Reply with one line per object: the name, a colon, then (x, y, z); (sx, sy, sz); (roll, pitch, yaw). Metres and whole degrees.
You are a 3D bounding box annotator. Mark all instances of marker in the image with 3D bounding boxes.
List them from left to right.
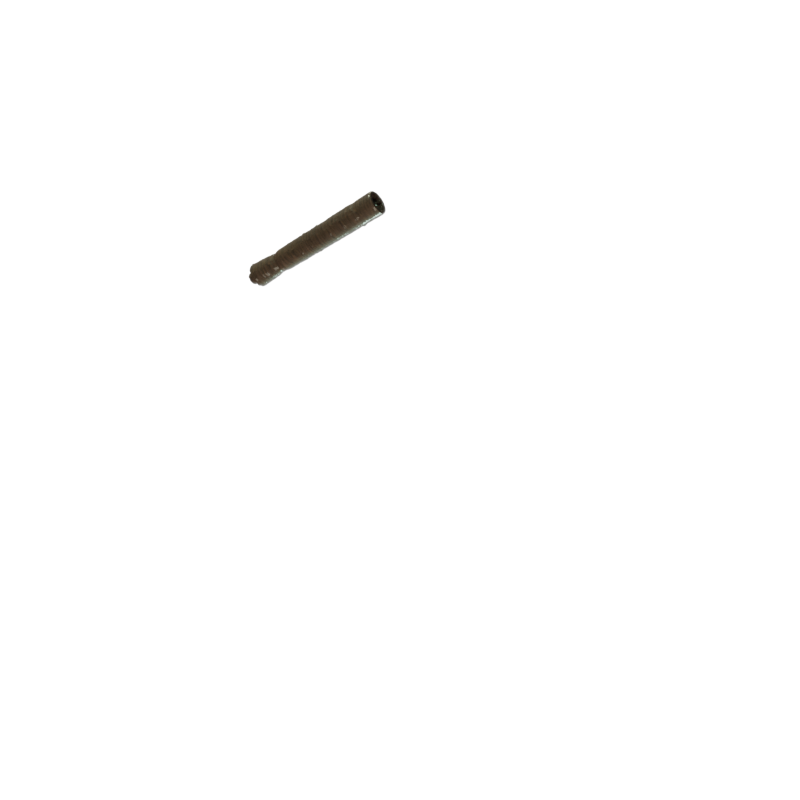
marker: (-0.064, -0.117, 0.818); (0.121, 0.020, 0.019); (-27, -9, 26)
